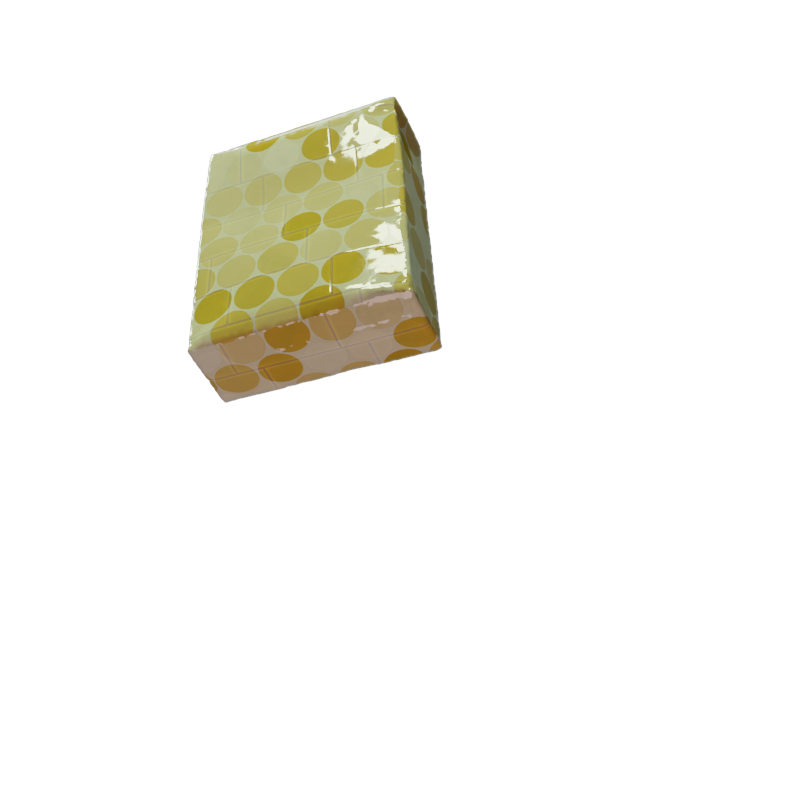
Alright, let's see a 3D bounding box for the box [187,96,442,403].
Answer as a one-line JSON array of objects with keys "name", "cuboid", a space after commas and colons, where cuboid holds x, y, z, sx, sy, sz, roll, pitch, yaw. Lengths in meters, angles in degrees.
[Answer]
[{"name": "box", "cuboid": [-0.064, -0.117, 0.821, 0.165, 0.230, 0.066, -15, -43, 13]}]
